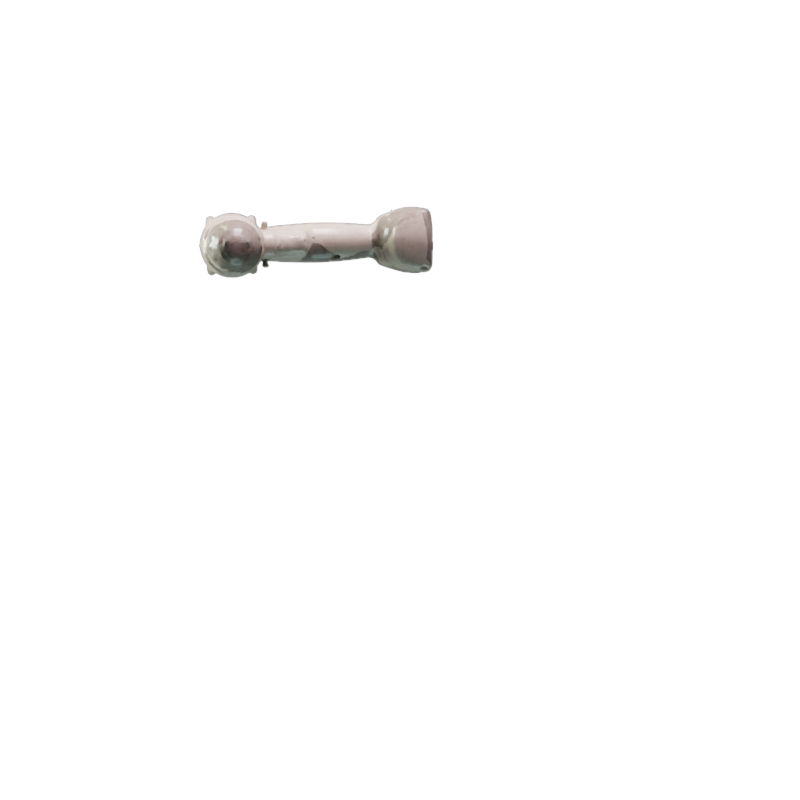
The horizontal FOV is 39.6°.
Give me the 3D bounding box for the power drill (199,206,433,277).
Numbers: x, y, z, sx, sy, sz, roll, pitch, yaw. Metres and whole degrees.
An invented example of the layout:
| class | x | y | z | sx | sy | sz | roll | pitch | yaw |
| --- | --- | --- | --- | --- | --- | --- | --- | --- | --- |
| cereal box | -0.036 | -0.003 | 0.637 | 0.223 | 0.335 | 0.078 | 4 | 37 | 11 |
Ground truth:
| class | x | y | z | sx | sy | sz | roll | pitch | yaw |
| --- | --- | --- | --- | --- | --- | --- | --- | --- | --- |
| power drill | -0.072 | -0.131 | 0.916 | 0.186 | 0.057 | 0.189 | -1 | 10 | -9 |
